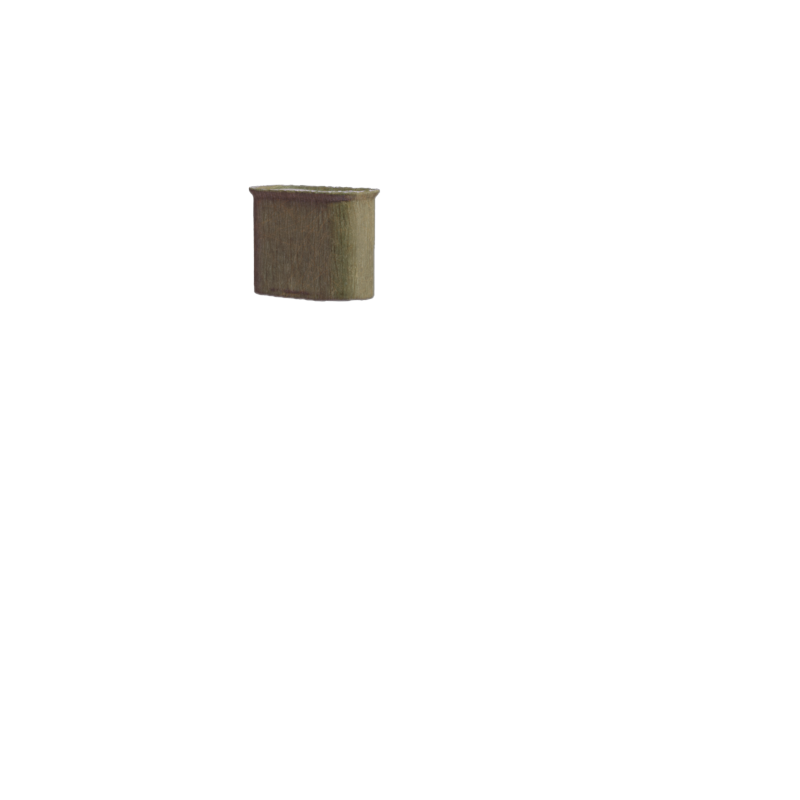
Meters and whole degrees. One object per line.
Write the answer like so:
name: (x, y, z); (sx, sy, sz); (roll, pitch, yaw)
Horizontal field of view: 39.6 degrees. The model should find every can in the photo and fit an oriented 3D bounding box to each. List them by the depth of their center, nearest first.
can: (-0.067, -0.122, 0.855); (0.106, 0.082, 0.056); (8, 11, 34)
